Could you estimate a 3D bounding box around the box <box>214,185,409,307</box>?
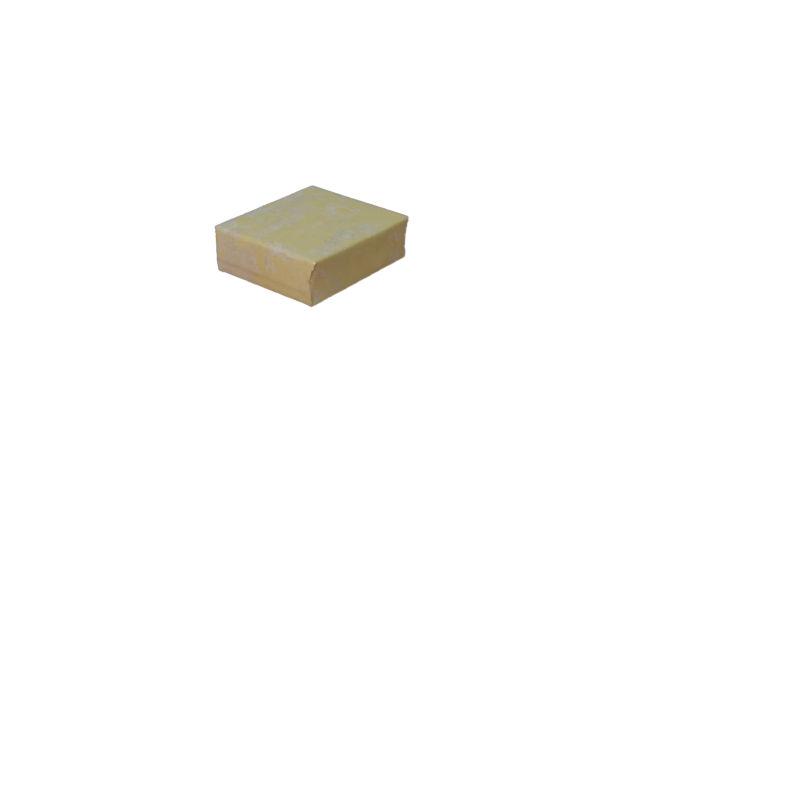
[{"bbox_3d":[-0.062,-0.112,0.786,0.095,0.037,0.114,21,36,30],"label":"box"}]
